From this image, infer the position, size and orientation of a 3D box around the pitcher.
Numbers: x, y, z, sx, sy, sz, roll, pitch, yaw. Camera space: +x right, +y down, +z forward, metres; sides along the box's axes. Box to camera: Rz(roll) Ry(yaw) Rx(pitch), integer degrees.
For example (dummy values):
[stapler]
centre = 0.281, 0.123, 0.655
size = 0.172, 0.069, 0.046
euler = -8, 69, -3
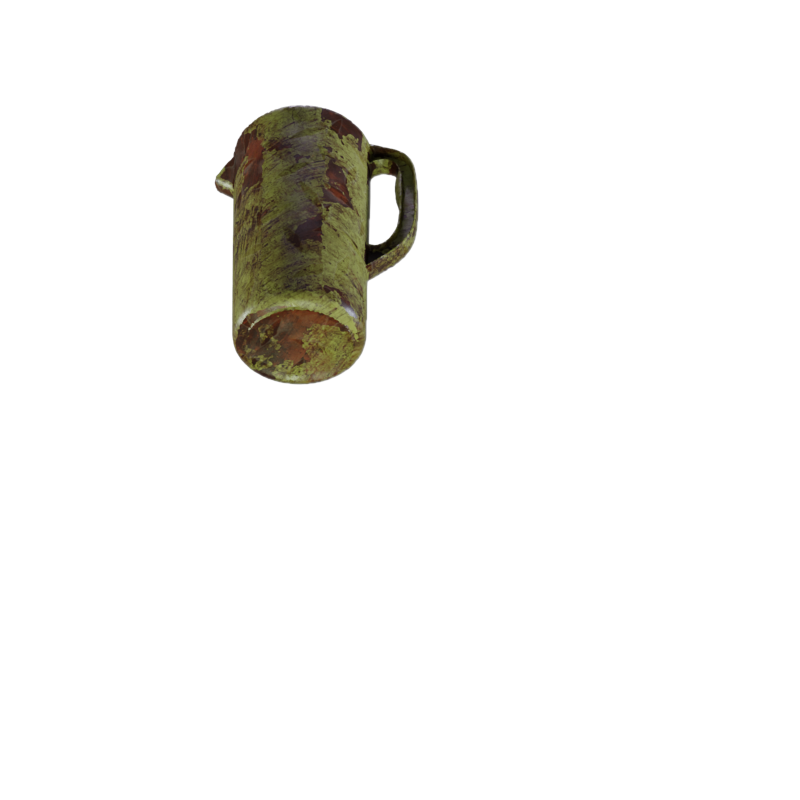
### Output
[pitcher]
centre = -0.076, -0.138, 0.967
size = 0.137, 0.261, 0.147
euler = 28, -51, -29
